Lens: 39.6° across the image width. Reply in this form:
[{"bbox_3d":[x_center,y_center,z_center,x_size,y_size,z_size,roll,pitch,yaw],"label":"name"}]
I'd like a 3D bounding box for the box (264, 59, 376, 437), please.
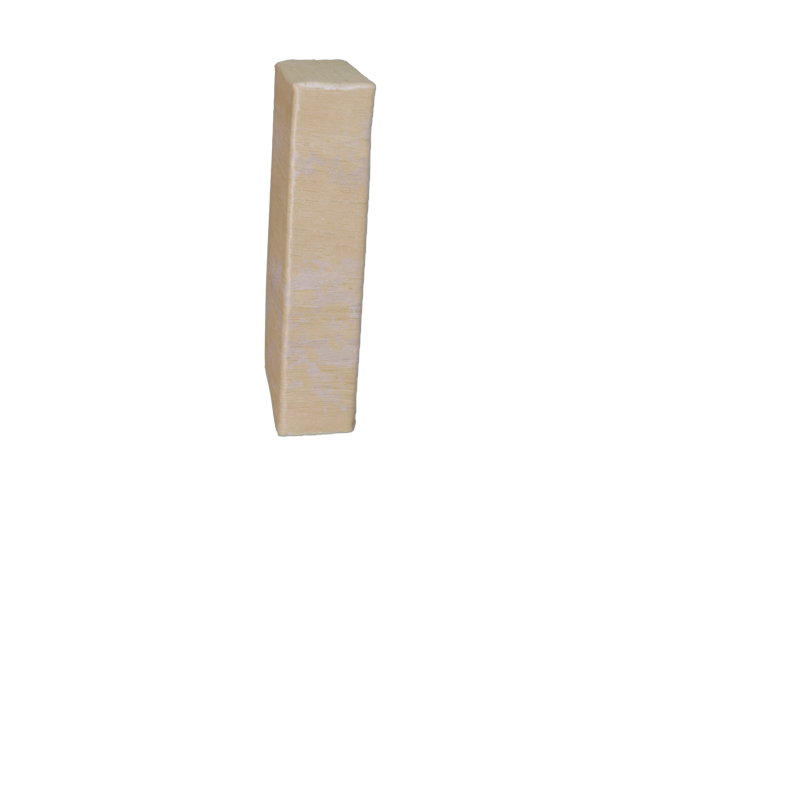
[{"bbox_3d":[-0.045,-0.081,0.565,0.047,0.170,0.098,-2,18,-10],"label":"box"}]
